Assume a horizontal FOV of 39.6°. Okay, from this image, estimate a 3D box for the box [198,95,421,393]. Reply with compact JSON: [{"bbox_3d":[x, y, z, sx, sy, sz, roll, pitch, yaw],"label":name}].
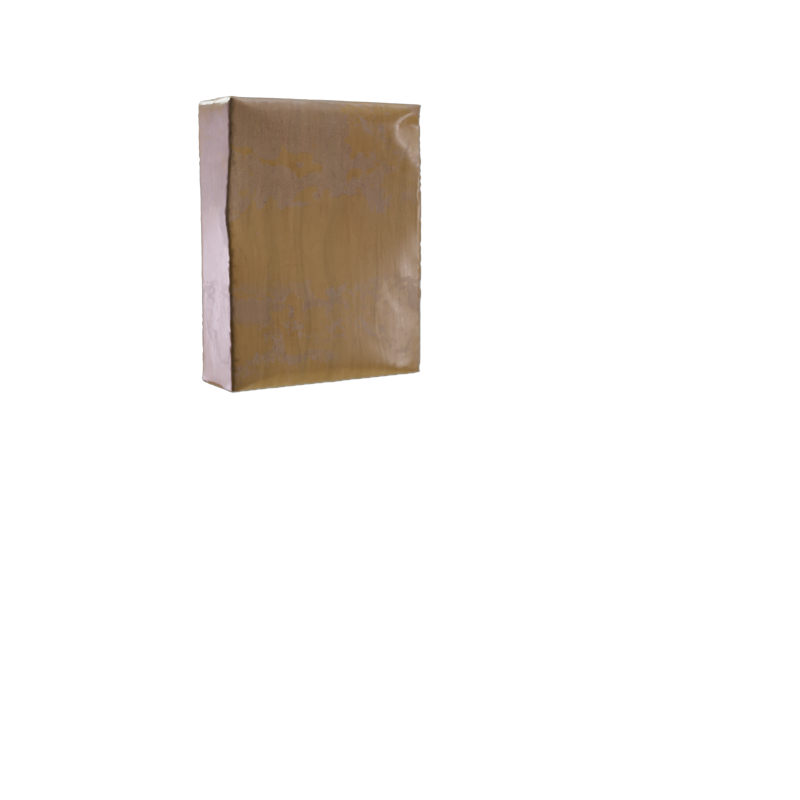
[{"bbox_3d":[-0.066,-0.121,0.846,0.159,0.212,0.075,-3,5,-28],"label":"box"}]
